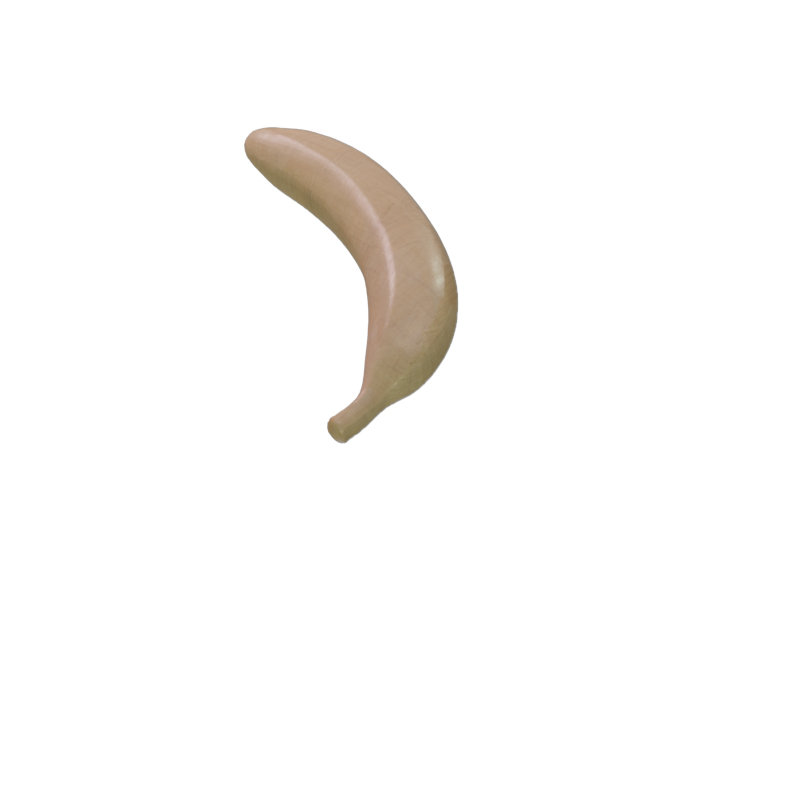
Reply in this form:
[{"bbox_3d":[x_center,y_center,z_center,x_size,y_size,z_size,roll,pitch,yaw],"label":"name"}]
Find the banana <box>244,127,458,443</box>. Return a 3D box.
[{"bbox_3d":[-0.019,-0.069,0.484,0.069,0.034,0.214,-9,44,-11],"label":"banana"}]
